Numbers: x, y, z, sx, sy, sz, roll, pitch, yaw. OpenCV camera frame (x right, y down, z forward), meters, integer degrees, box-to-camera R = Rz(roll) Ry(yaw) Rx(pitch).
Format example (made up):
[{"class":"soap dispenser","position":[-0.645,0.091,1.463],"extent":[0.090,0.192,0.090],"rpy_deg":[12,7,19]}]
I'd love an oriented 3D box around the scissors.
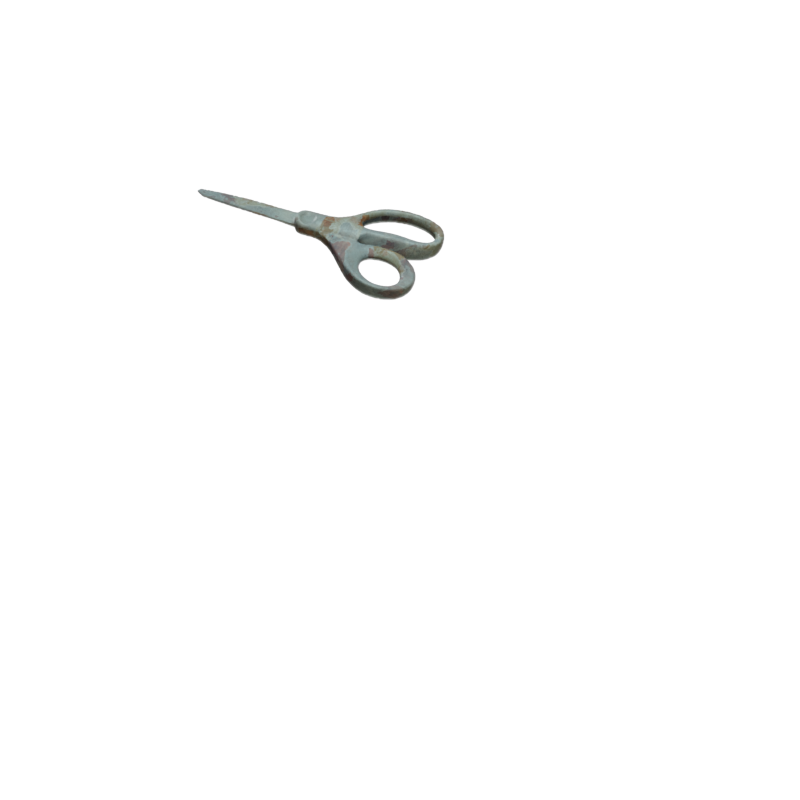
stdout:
[{"class":"scissors","position":[-0.068,-0.124,0.866],"extent":[0.203,0.102,0.015],"rpy_deg":[5,-40,5]}]
